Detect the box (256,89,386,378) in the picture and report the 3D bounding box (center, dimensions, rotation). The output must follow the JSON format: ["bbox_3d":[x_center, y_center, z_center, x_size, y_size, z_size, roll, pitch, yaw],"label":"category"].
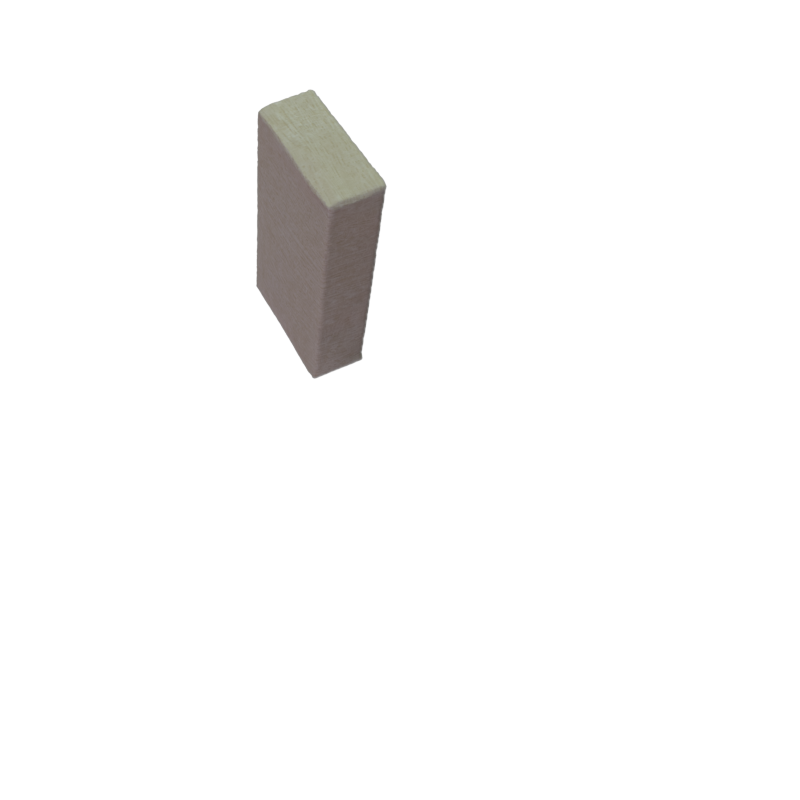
[{"bbox_3d":[-0.056,-0.101,0.708,0.048,0.100,0.165,-23,-30,-18],"label":"box"}]
